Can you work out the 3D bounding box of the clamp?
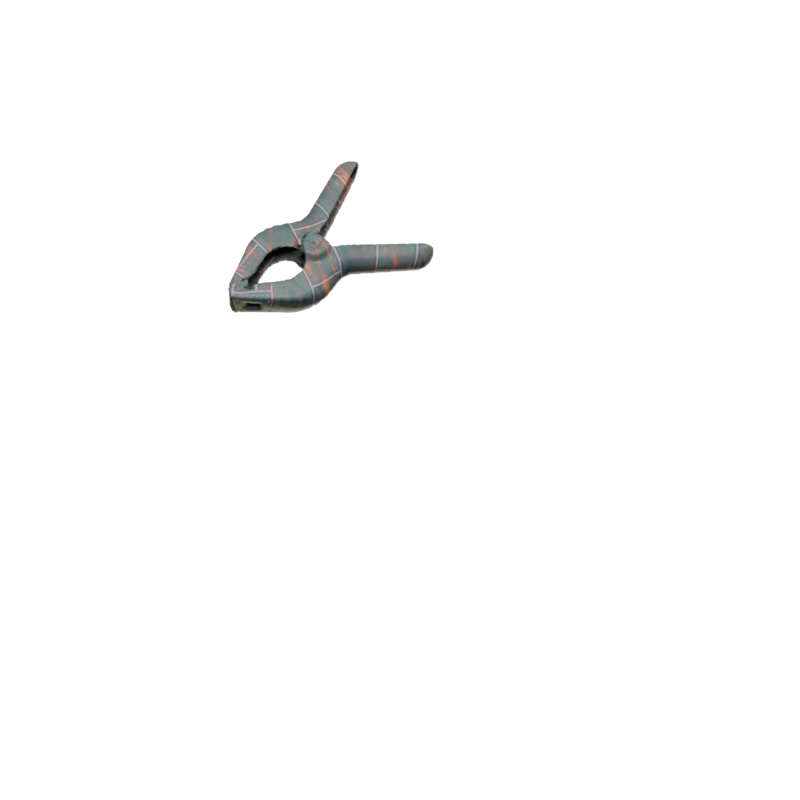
[{"bbox_3d":[-0.072,-0.132,0.922,0.170,0.129,0.037,-22,-33,-16],"label":"clamp"}]
